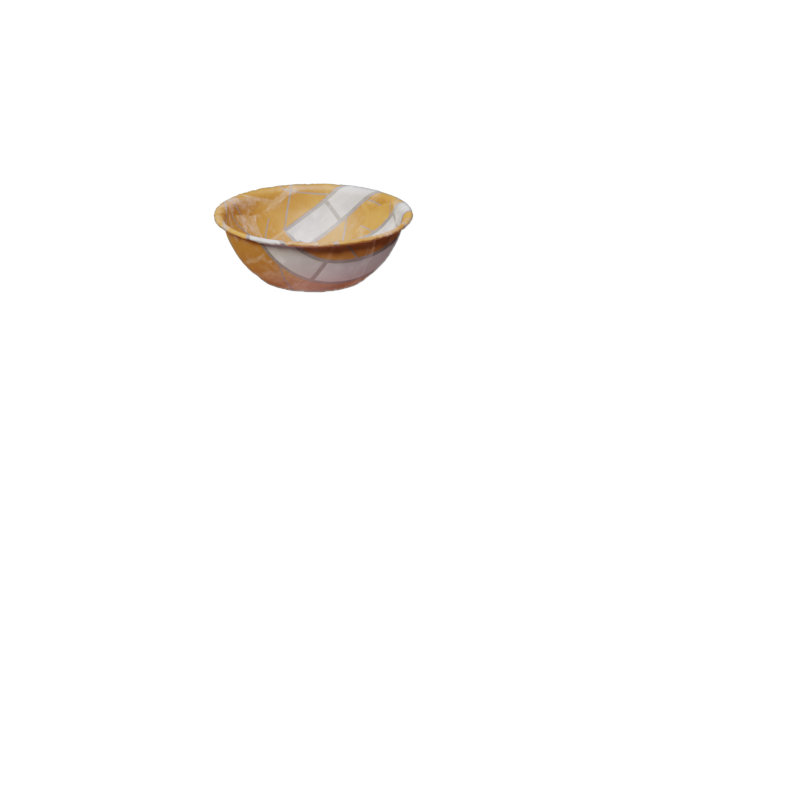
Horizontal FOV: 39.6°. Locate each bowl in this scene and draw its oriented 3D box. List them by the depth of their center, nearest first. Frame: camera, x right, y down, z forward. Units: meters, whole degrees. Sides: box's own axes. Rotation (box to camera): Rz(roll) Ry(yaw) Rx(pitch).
[{"bbox_3d":[-0.071,-0.130,0.909,0.162,0.052,0.171,-1,25,-2],"label":"bowl"}]
